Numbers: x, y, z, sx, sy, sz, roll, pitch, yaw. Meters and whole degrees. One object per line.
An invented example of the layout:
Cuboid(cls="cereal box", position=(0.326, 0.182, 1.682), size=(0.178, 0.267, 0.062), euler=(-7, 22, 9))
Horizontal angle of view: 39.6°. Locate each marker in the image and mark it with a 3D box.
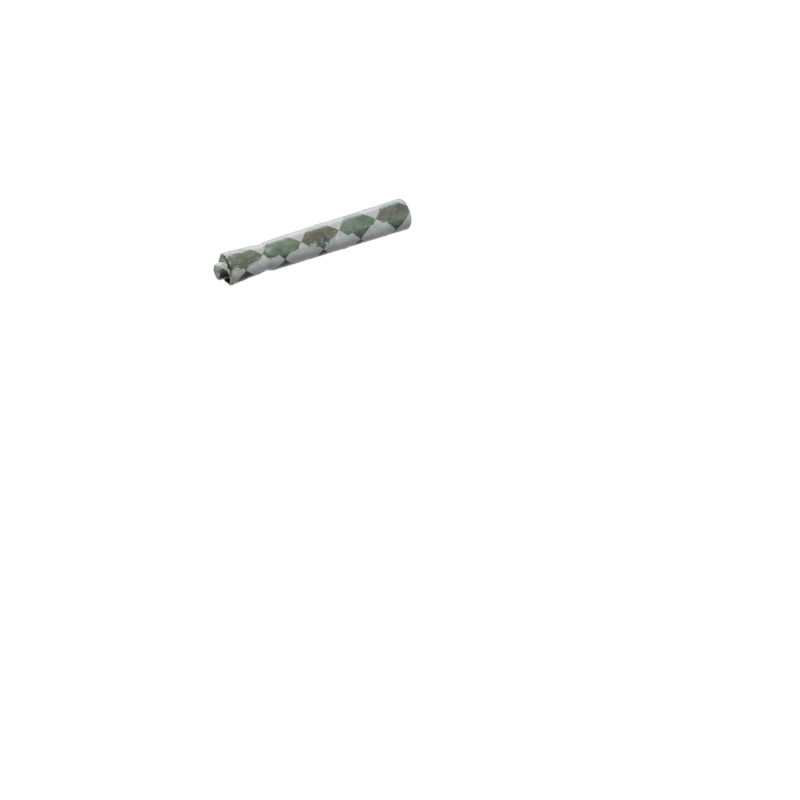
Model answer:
Cuboid(cls="marker", position=(-0.049, -0.090, 0.631), size=(0.120, 0.019, 0.020), euler=(-21, 12, -23))
